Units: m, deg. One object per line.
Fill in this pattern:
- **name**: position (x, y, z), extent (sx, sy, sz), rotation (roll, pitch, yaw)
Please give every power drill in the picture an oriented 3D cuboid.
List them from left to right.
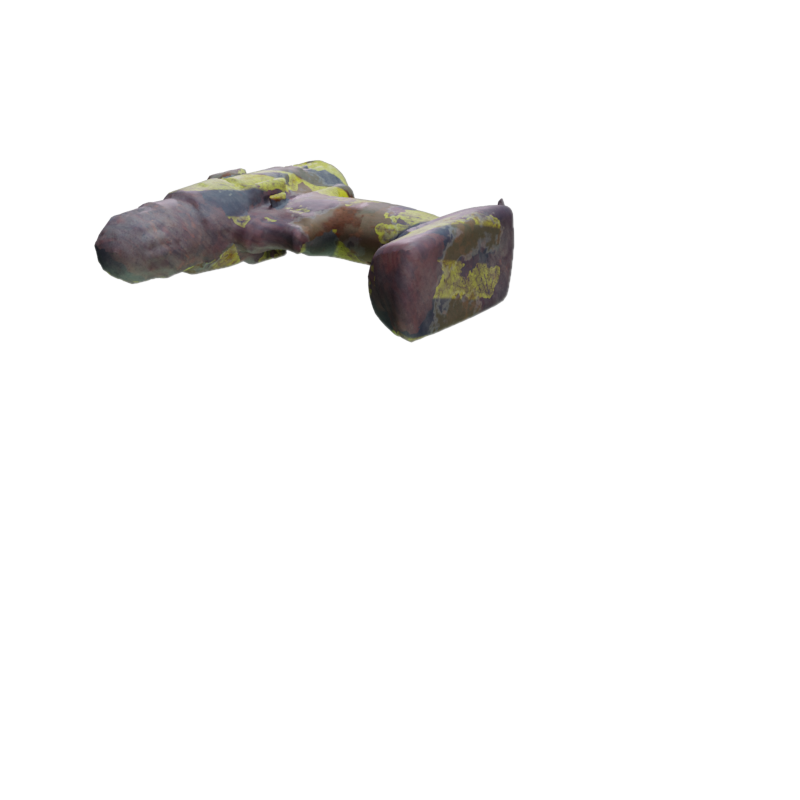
- **power drill**: position (-0.048, -0.087, 0.612), extent (0.199, 0.055, 0.183), rotation (21, 33, 36)
